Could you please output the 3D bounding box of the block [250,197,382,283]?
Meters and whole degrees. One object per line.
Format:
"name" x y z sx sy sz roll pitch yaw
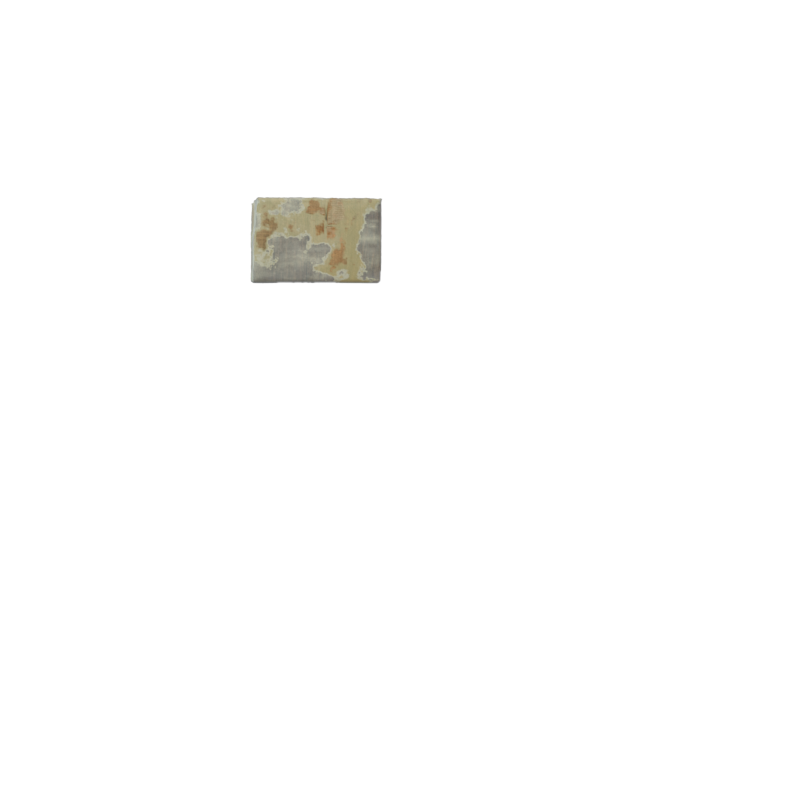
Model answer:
"block" -0.054 -0.098 0.685 0.077 0.051 0.053 -1 2 -8
